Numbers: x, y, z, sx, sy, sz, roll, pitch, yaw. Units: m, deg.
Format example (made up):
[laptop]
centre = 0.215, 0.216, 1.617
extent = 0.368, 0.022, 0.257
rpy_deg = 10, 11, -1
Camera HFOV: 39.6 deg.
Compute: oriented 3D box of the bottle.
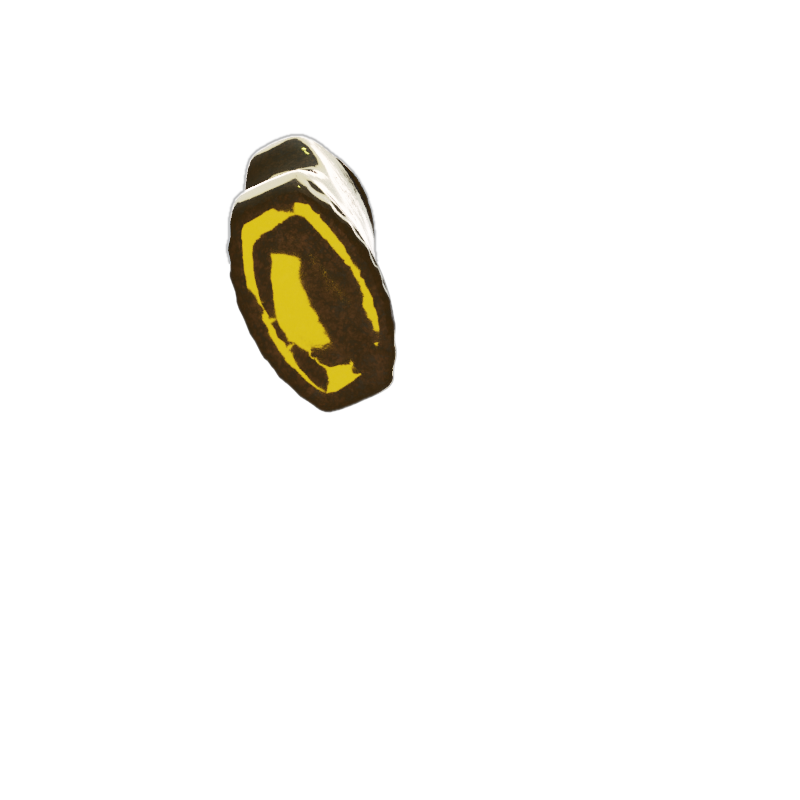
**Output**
[bottle]
centre = -0.041, -0.075, 0.525
extent = 0.058, 0.092, 0.201
rpy_deg = -25, 21, 6
